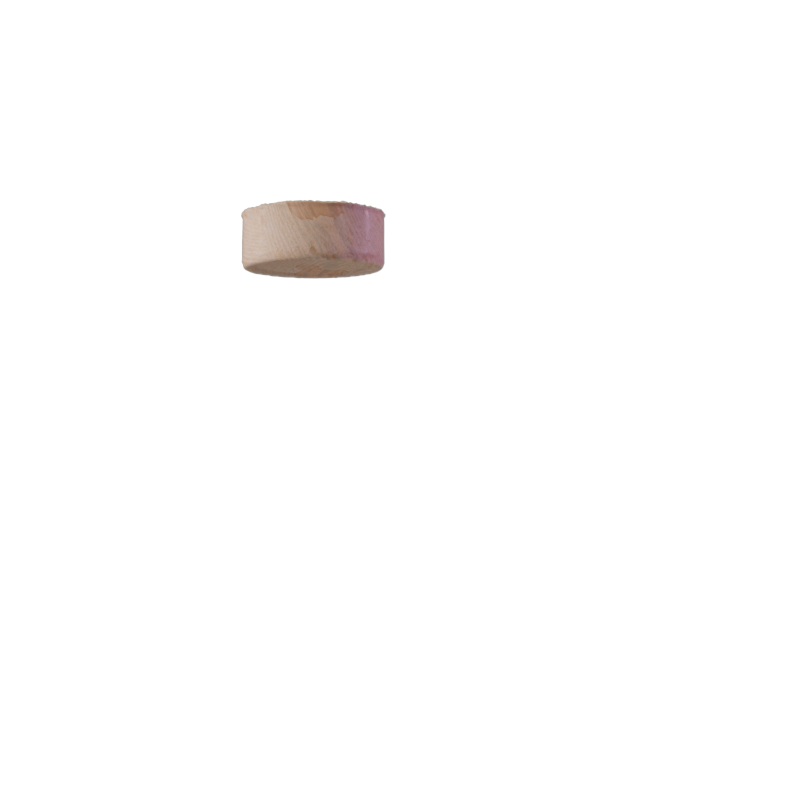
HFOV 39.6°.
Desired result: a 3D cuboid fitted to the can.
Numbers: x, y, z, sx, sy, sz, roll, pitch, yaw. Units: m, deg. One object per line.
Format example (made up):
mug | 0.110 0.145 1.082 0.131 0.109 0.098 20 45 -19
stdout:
can | -0.051 -0.094 0.657 0.086 0.034 0.085 0 -3 -2
